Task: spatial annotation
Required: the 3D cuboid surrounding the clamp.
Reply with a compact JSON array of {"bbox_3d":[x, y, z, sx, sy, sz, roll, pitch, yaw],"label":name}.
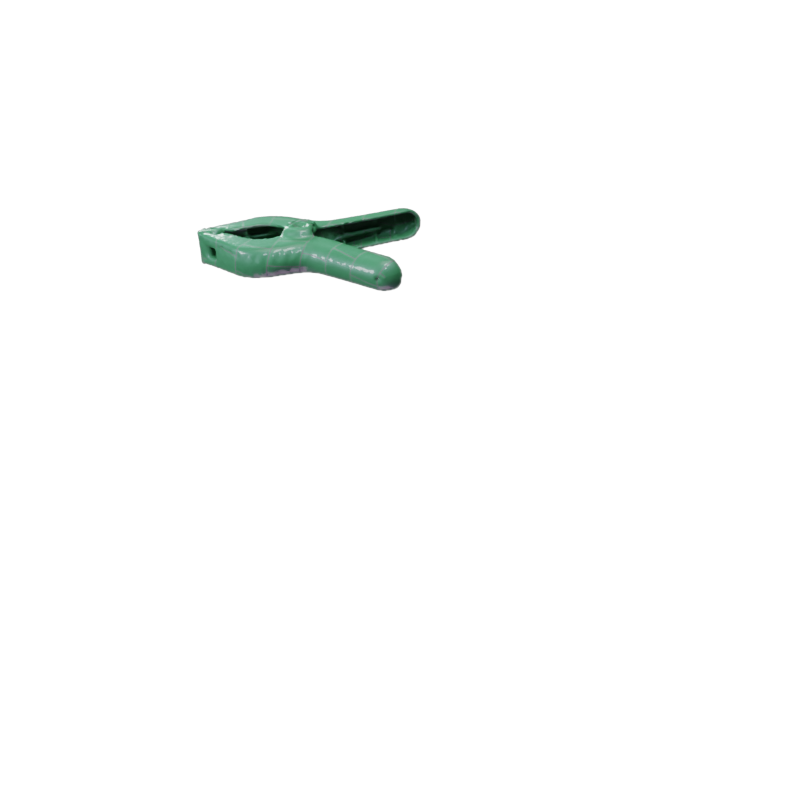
[{"bbox_3d":[-0.067,-0.121,0.851,0.176,0.037,0.122,8,25,18],"label":"clamp"}]
